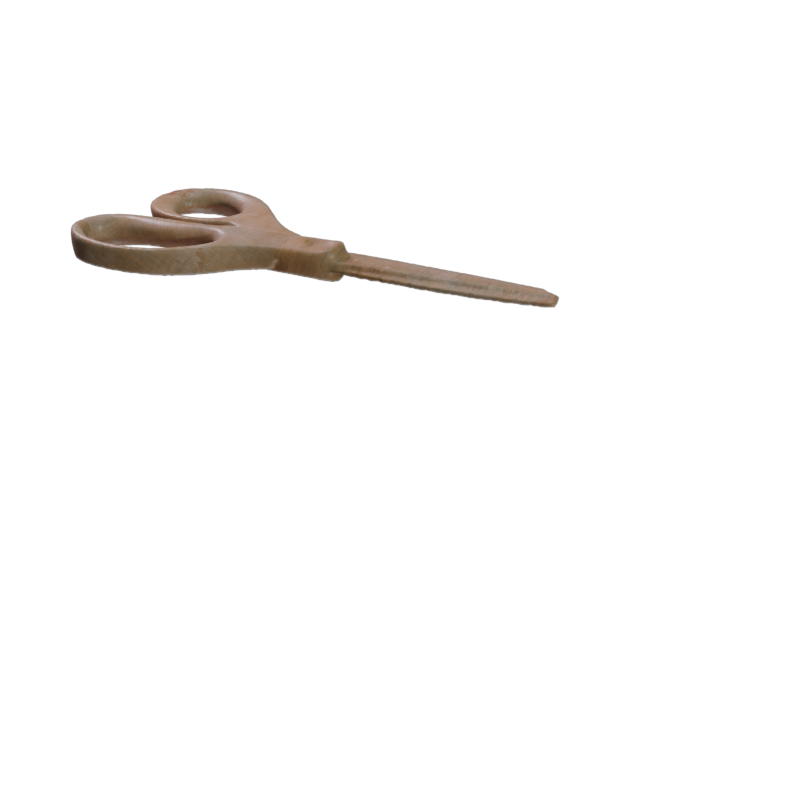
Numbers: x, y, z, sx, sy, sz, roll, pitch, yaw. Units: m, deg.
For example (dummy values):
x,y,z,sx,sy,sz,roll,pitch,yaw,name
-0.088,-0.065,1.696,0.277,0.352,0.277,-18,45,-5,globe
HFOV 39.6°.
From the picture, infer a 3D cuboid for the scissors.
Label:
x,y,z,sx,sy,sz,roll,pitch,yaw,name
-0.036,-0.066,0.465,0.205,0.015,0.100,5,27,10,scissors
